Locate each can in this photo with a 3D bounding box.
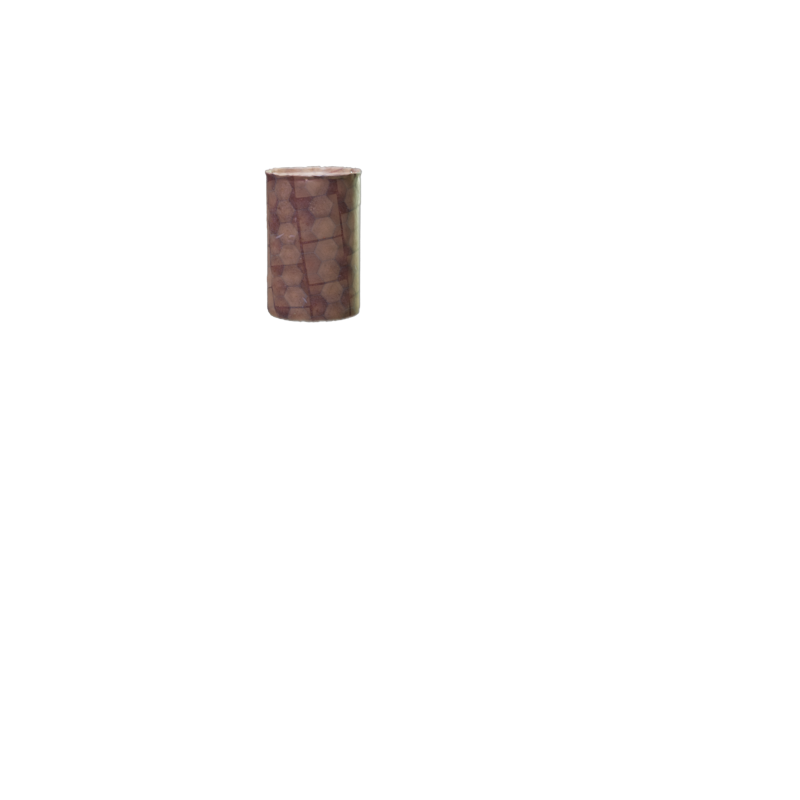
[{"bbox_3d":[-0.061,-0.112,0.781,0.068,0.100,0.070,0,11,-2],"label":"can"}]
